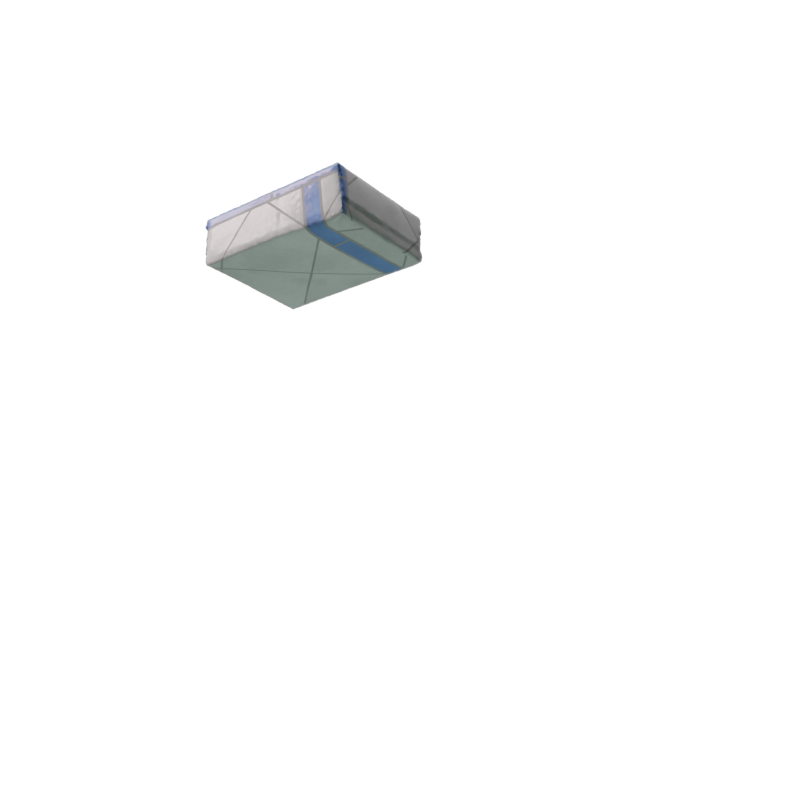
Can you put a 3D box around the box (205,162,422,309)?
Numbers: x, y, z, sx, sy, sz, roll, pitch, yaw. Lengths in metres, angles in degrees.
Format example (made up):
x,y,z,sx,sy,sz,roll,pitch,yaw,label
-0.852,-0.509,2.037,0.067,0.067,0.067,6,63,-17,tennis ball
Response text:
x,y,z,sx,sy,sz,roll,pitch,yaw,label
-0.056,-0.103,0.719,0.115,0.041,0.084,-15,-25,33,box
